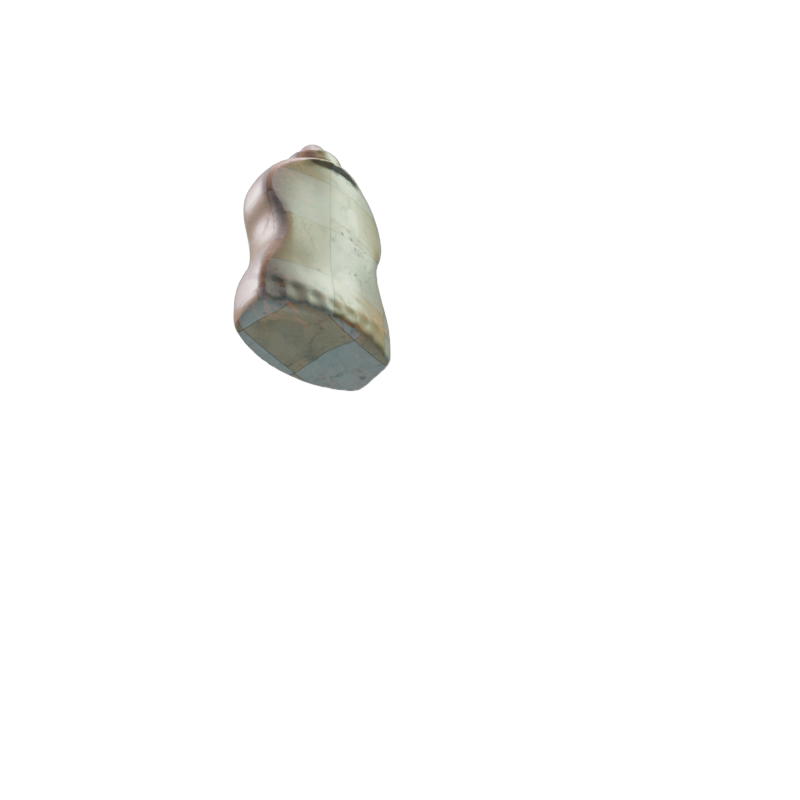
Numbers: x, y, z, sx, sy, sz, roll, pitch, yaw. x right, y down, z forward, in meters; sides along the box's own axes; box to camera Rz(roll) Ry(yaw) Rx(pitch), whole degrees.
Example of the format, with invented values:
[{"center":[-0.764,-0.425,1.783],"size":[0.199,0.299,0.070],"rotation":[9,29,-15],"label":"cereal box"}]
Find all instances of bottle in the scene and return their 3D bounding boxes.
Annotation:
[{"center":[-0.056,-0.101,0.708],"size":[0.091,0.206,0.057],"rotation":[24,-51,-25],"label":"bottle"}]
